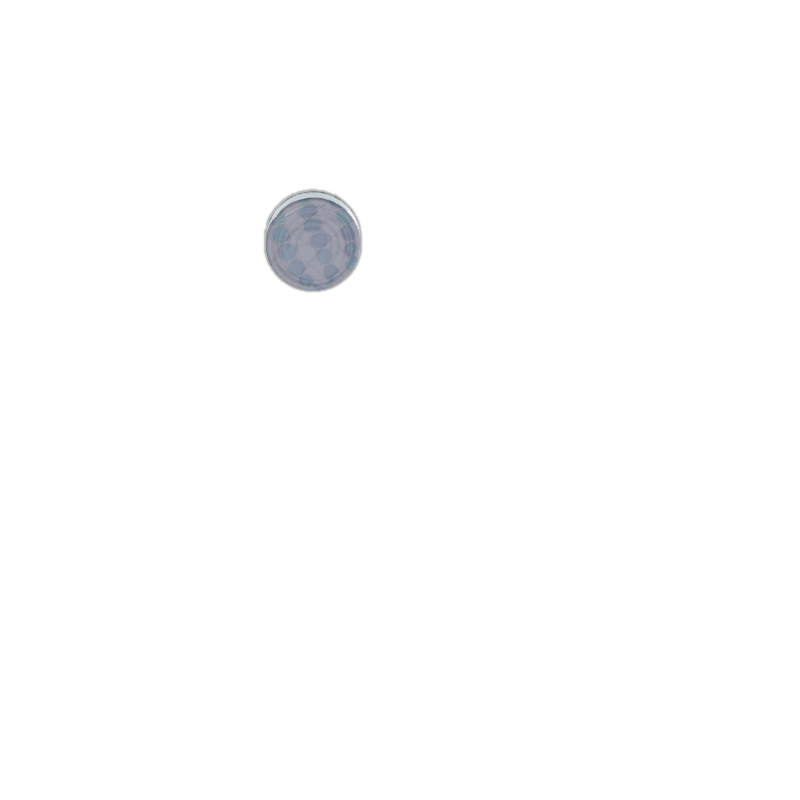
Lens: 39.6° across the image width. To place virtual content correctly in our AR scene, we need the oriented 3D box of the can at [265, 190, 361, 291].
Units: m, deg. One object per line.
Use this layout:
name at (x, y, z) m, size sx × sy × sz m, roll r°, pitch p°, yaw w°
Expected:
can at (-0.076, -0.139, 0.976) m, size 0.086 × 0.083 × 0.035 m, roll 0°, pitch 14°, yaw -1°
